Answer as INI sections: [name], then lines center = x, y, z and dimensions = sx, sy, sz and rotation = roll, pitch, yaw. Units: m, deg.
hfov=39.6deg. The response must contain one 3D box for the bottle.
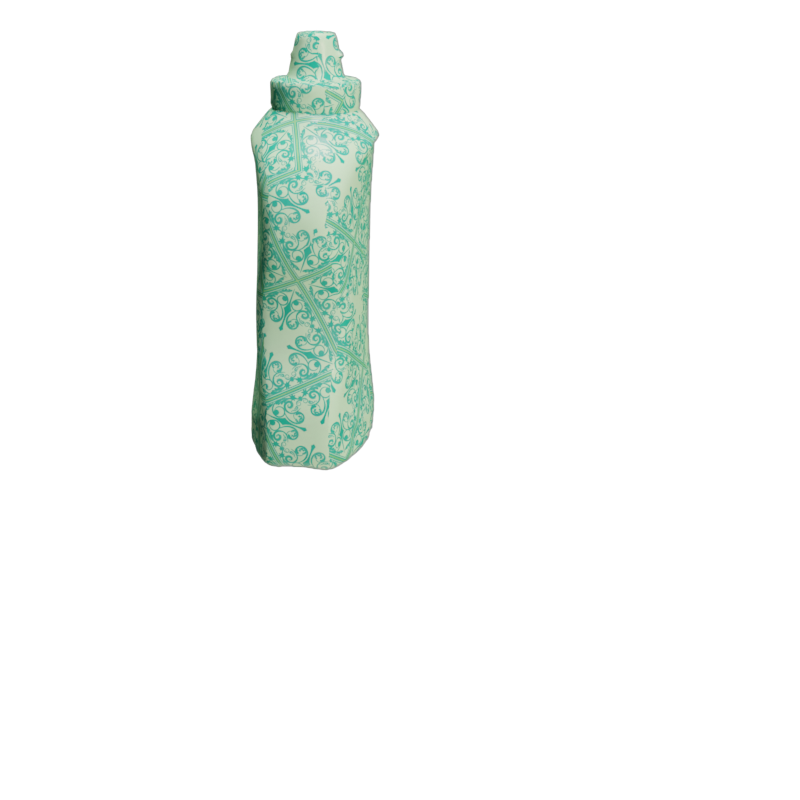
[bottle]
center = -0.040, -0.073, 0.514
dimensions = 0.059, 0.185, 0.099
rotation = 3, 17, 6
